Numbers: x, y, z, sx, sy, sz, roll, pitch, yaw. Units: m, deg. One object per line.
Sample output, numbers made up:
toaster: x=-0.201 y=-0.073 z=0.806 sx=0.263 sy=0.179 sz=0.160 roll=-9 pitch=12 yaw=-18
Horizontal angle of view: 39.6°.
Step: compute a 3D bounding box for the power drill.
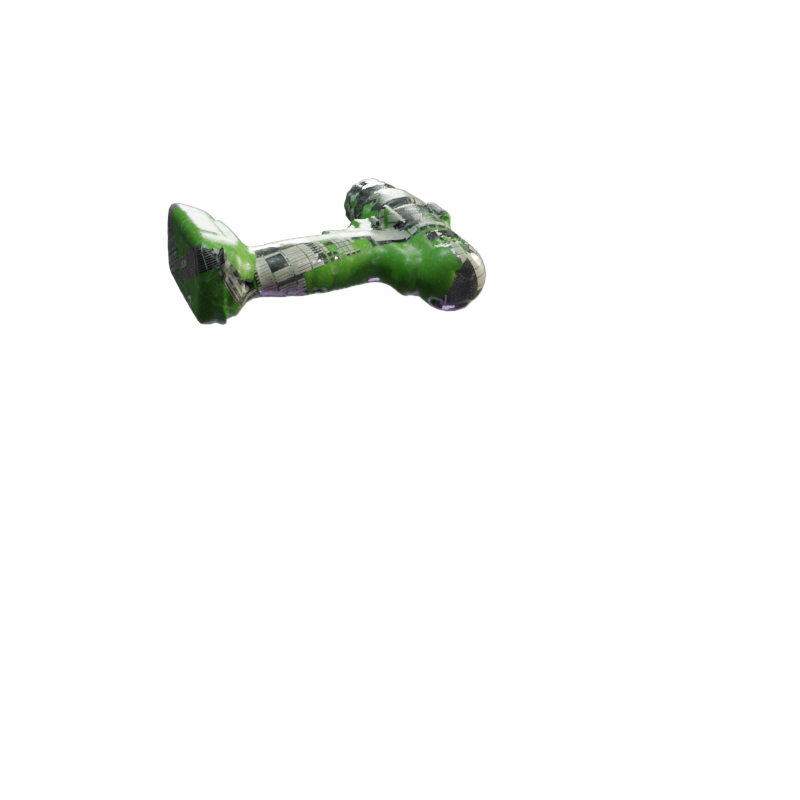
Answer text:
power drill: x=-0.059 y=-0.107 z=0.748 sx=0.184 sy=0.055 sz=0.197 roll=-9 pitch=26 yaw=-18
